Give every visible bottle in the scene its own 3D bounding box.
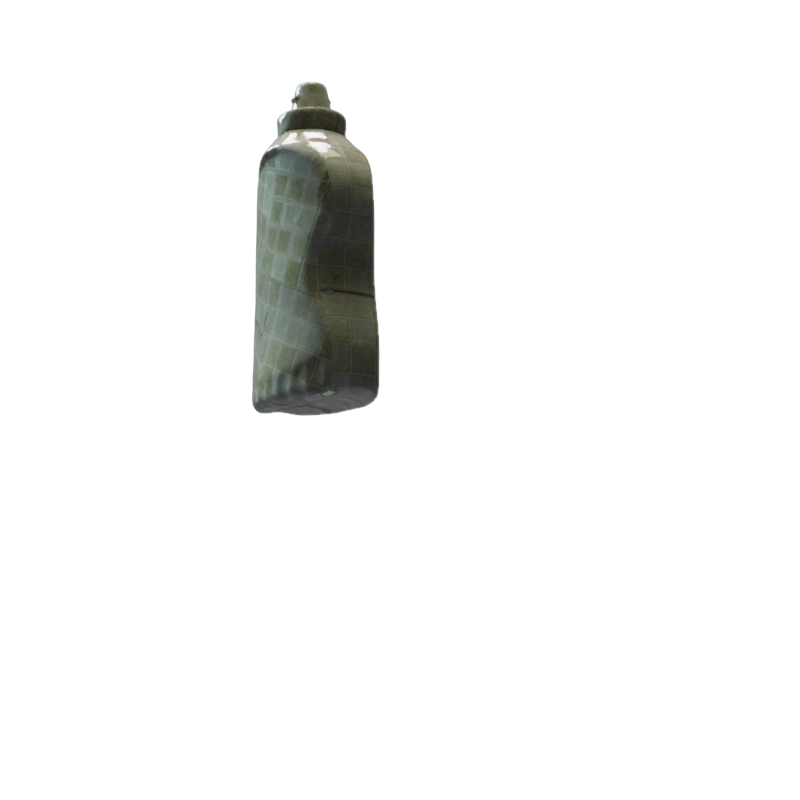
[{"bbox_3d":[-0.050,-0.091,0.638,0.056,0.198,0.096,7,-15,-28],"label":"bottle"}]
